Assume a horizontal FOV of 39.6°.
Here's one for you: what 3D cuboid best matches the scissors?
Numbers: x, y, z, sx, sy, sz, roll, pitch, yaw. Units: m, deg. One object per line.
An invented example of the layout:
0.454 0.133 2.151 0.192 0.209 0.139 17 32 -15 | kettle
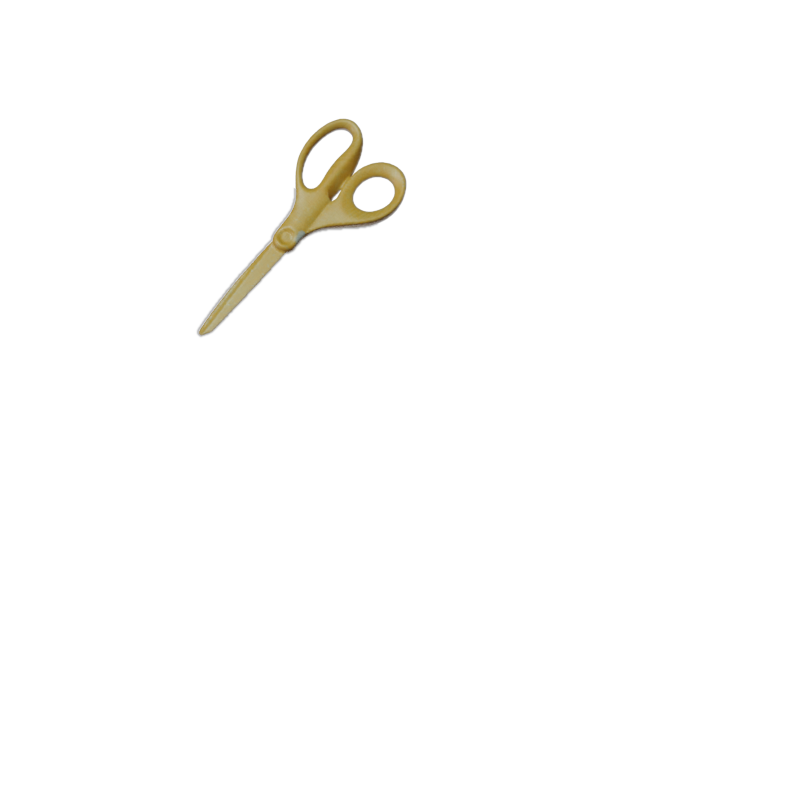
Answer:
-0.066 -0.120 0.838 0.098 0.207 0.015 22 -16 6 | scissors
